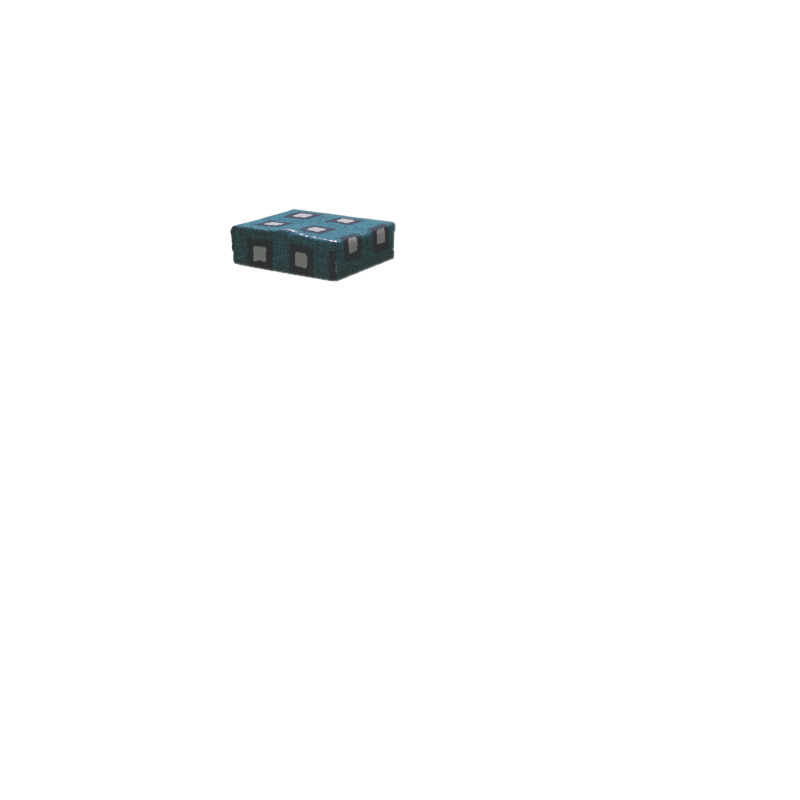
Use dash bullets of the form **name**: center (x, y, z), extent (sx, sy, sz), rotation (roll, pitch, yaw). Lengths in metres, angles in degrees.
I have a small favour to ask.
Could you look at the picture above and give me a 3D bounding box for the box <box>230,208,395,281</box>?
- **box**: center (-0.059, -0.108, 0.758), extent (0.093, 0.029, 0.072), rotation (13, 23, 31)
